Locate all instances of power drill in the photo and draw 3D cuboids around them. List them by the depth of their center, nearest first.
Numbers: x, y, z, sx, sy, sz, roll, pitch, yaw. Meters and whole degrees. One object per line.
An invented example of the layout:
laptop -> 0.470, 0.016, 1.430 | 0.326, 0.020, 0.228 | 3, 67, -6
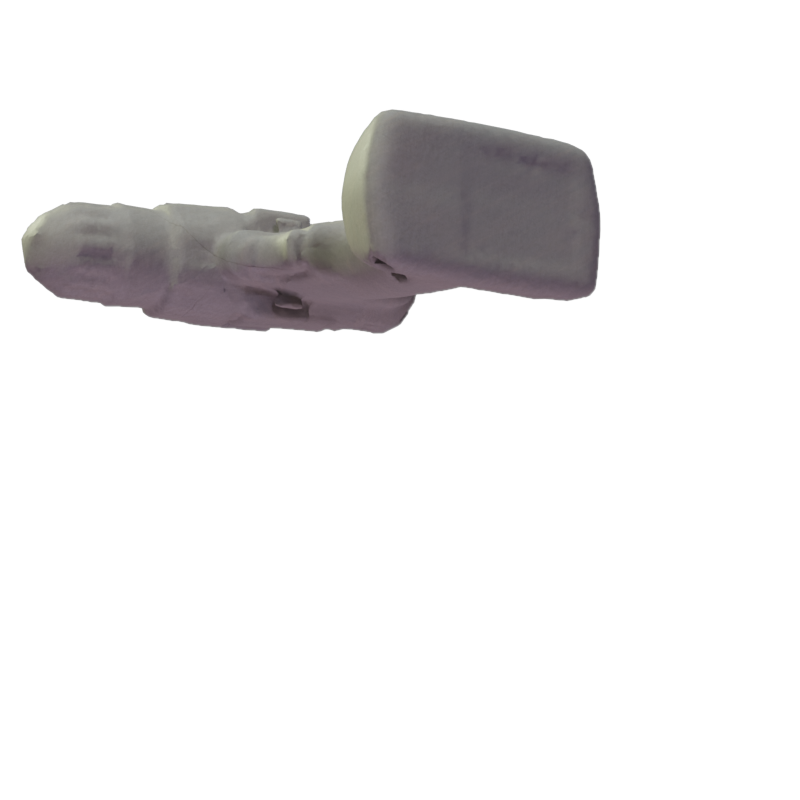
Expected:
power drill -> -0.034, -0.062, 0.432 | 0.177, 0.058, 0.193 | 1, -2, -34
